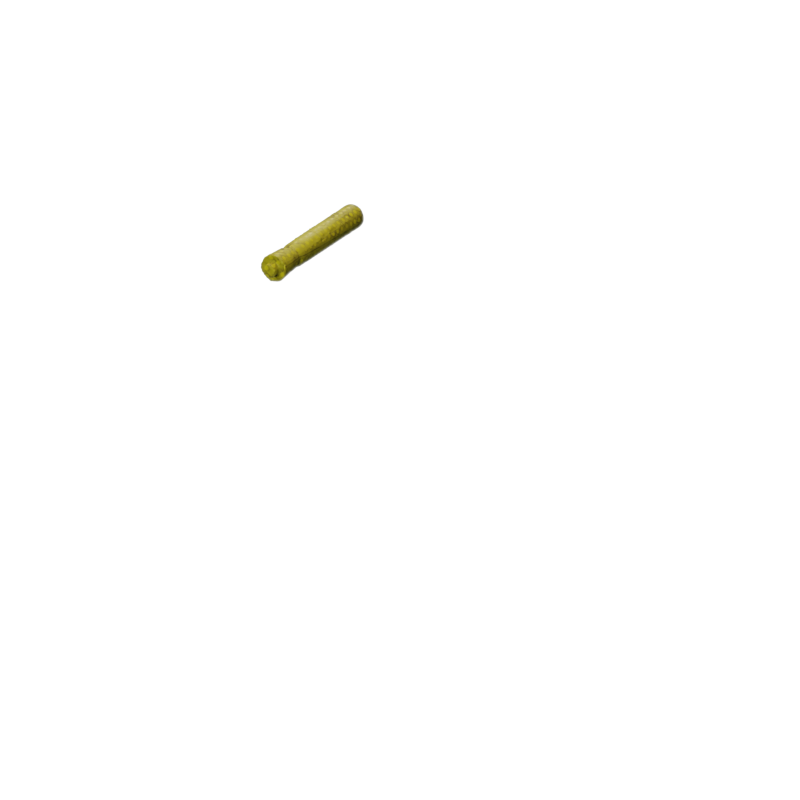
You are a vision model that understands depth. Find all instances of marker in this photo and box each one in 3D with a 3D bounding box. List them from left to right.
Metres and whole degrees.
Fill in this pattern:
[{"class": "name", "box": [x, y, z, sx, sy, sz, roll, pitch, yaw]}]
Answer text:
[{"class": "marker", "box": [-0.060, -0.110, 0.768, 0.020, 0.019, 0.123, 2, 26, 27]}]
